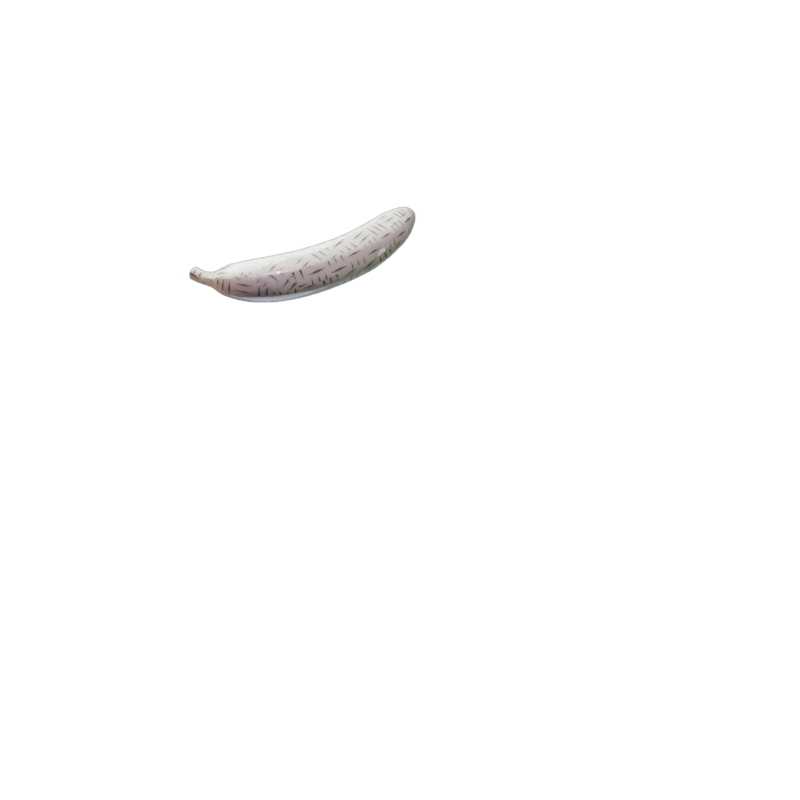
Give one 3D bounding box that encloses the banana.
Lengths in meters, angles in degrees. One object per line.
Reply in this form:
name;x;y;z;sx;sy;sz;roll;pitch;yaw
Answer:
banana;-0.066;-0.115;0.888;0.195;0.034;0.075;-17;46;-17
